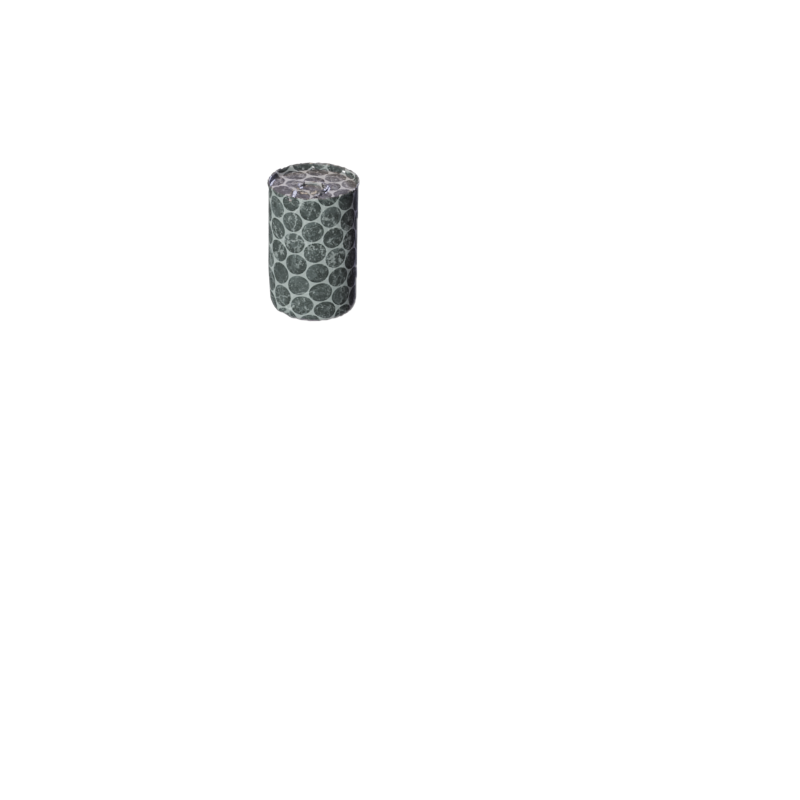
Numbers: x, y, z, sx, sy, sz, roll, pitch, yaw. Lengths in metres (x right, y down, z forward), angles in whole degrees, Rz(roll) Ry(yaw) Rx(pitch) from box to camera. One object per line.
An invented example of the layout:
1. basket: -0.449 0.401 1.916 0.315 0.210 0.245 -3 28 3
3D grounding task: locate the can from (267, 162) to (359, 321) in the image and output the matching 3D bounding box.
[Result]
1. can: -0.066 -0.119 0.837 0.068 0.096 0.073 0 29 -2
